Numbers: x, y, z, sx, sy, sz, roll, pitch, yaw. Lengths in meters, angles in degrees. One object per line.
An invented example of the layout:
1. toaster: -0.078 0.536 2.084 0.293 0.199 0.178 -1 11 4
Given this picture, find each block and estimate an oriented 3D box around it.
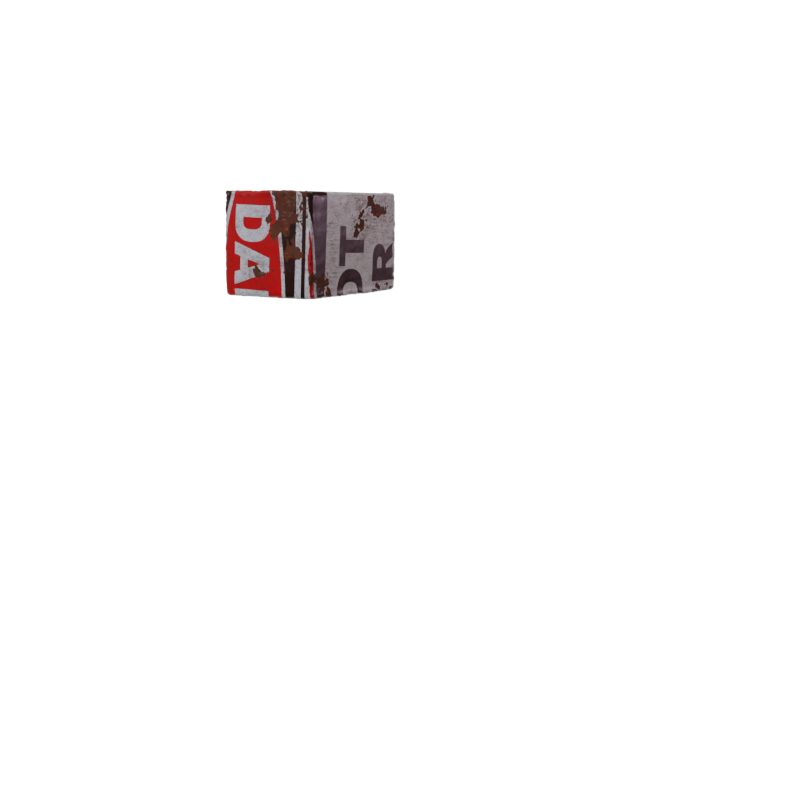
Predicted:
1. block: -0.043 -0.079 0.555 0.055 0.051 0.076 4 8 31
